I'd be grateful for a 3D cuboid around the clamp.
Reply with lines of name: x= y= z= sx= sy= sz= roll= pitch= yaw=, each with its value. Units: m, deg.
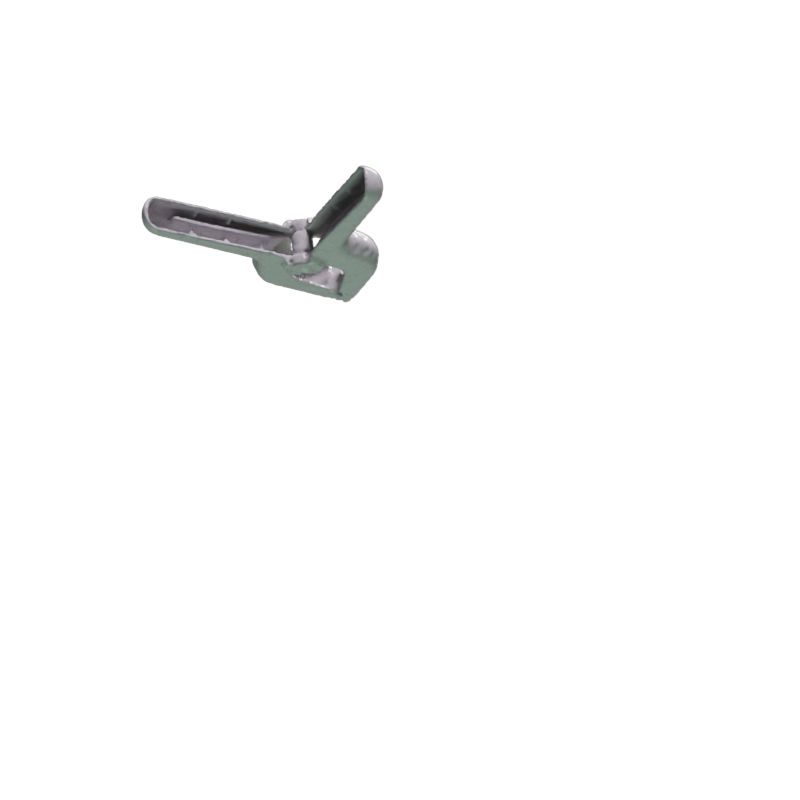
clamp: x=-0.062 y=-0.113 z=0.792 sx=0.168 sy=0.038 sz=0.198 roll=-5 pitch=-14 yaw=22
